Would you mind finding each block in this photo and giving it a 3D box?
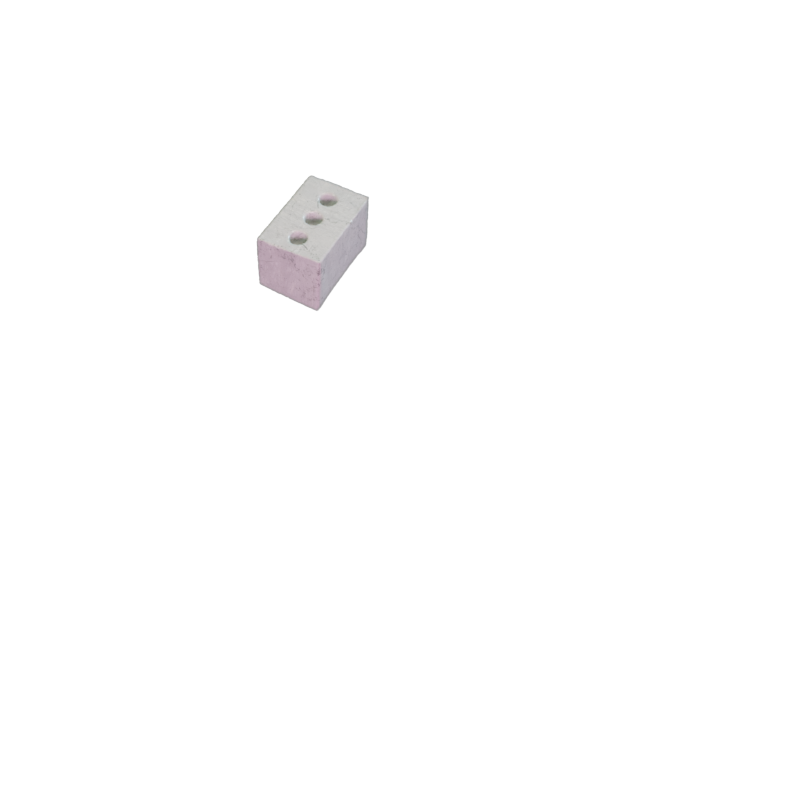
[{"bbox_3d":[-0.064,-0.117,0.816,0.055,0.081,0.048,22,-36,15],"label":"block"}]
